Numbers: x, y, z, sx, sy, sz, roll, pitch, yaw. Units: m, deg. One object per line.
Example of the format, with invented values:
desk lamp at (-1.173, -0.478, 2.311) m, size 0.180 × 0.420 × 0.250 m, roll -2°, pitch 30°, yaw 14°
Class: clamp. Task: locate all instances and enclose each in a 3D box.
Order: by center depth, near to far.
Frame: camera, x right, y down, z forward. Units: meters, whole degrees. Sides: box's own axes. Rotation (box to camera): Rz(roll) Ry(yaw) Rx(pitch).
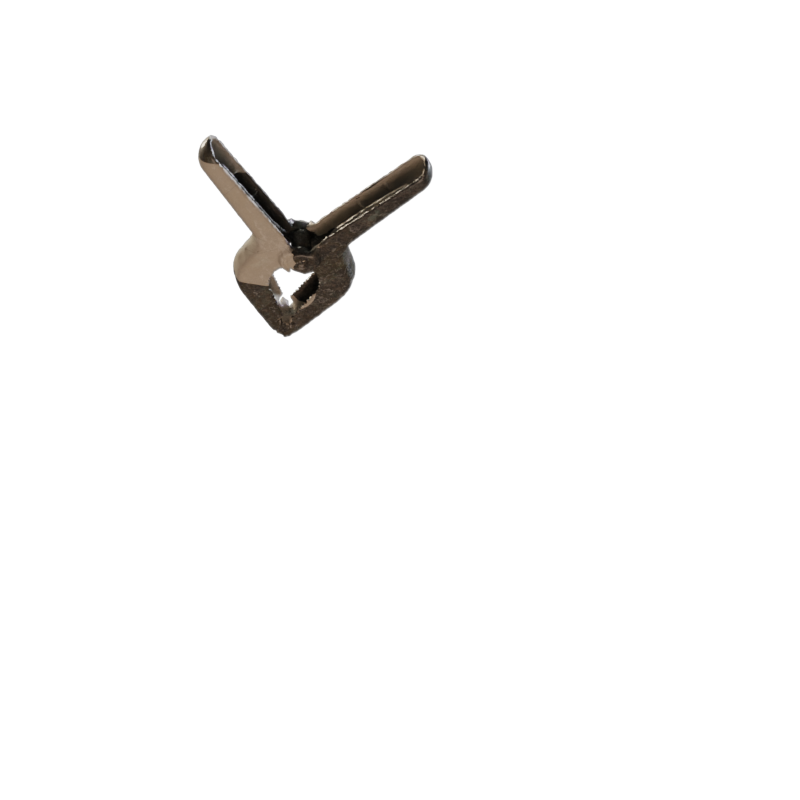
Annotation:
clamp at (-0.066, -0.120, 0.840) m, size 0.164 × 0.039 × 0.196 m, roll 2°, pitch -36°, yaw -3°
